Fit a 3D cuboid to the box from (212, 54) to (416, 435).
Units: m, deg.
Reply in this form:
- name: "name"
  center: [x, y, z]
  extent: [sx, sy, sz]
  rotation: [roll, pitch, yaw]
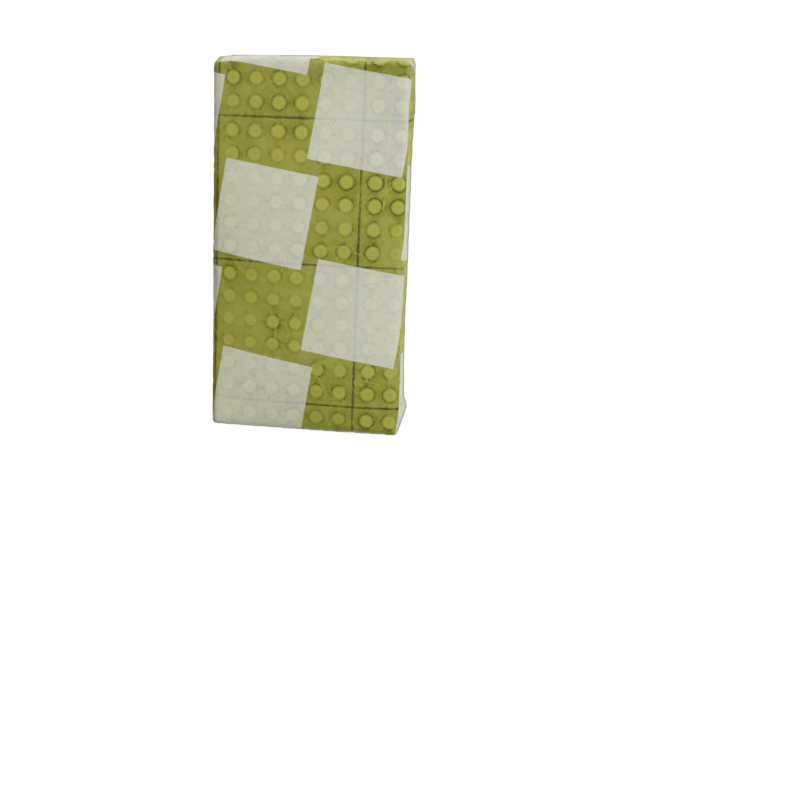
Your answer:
- name: "box"
  center: [-0.042, -0.076, 0.531]
  extent: [0.094, 0.171, 0.049]
  rotation: [3, 13, 7]
